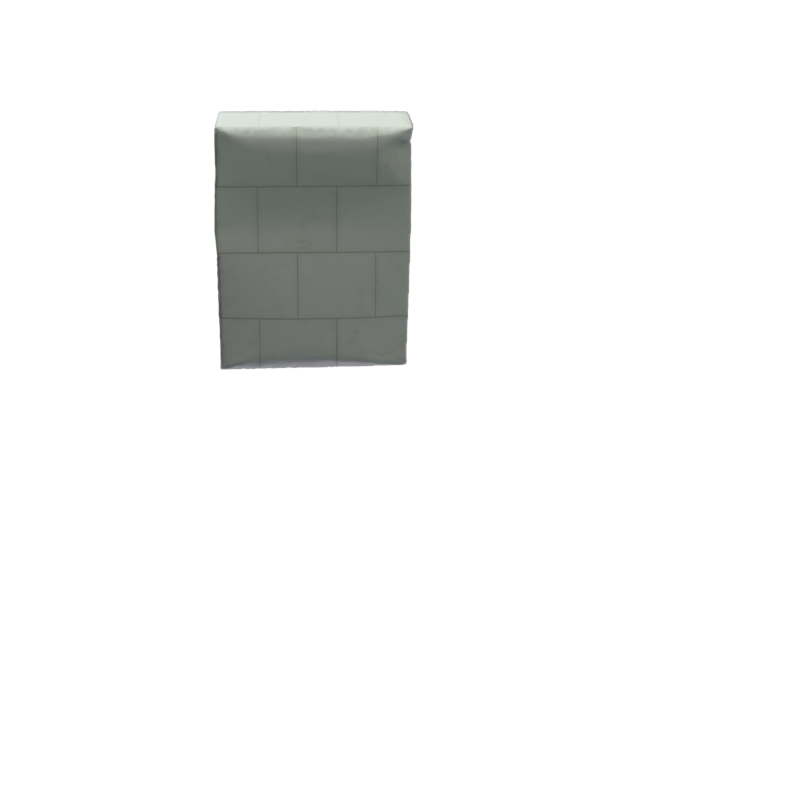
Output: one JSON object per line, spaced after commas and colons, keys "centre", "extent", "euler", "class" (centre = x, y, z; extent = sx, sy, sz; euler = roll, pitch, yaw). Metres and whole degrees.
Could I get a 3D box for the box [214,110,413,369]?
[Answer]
{"centre": [-0.074, -0.135, 0.943], "extent": [0.164, 0.205, 0.075], "euler": [0, 19, -2], "class": "box"}
